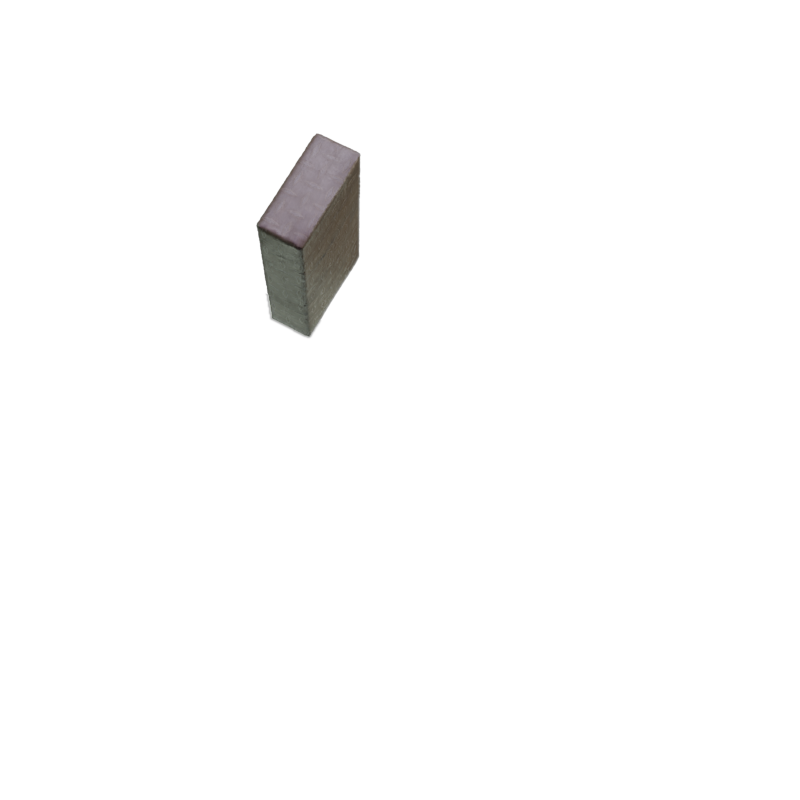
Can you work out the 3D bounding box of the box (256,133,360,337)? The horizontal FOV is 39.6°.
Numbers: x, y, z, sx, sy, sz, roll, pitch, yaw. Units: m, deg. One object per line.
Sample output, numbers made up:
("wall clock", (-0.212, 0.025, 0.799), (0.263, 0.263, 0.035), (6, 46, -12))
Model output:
("box", (-0.069, -0.126, 0.888), (0.049, 0.096, 0.168), (27, -18, 5))
